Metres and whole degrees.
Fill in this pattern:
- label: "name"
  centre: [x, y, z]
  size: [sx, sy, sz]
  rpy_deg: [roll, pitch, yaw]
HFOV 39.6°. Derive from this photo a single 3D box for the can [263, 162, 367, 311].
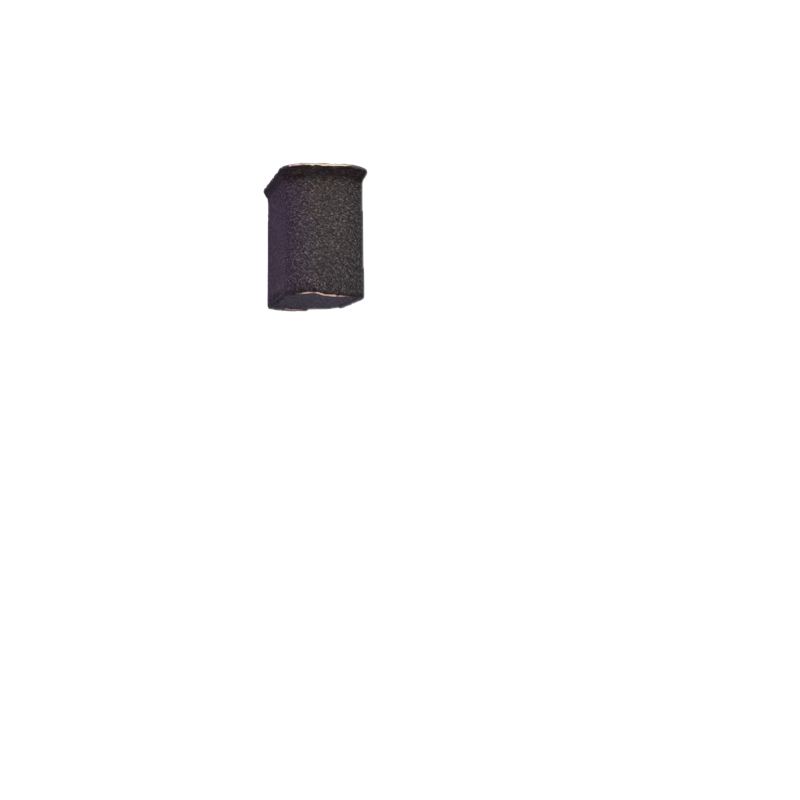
- label: "can"
  centre: [-0.057, -0.105, 0.733]
  size: [0.056, 0.085, 0.102]
  rpy_deg: [1, -5, -15]
